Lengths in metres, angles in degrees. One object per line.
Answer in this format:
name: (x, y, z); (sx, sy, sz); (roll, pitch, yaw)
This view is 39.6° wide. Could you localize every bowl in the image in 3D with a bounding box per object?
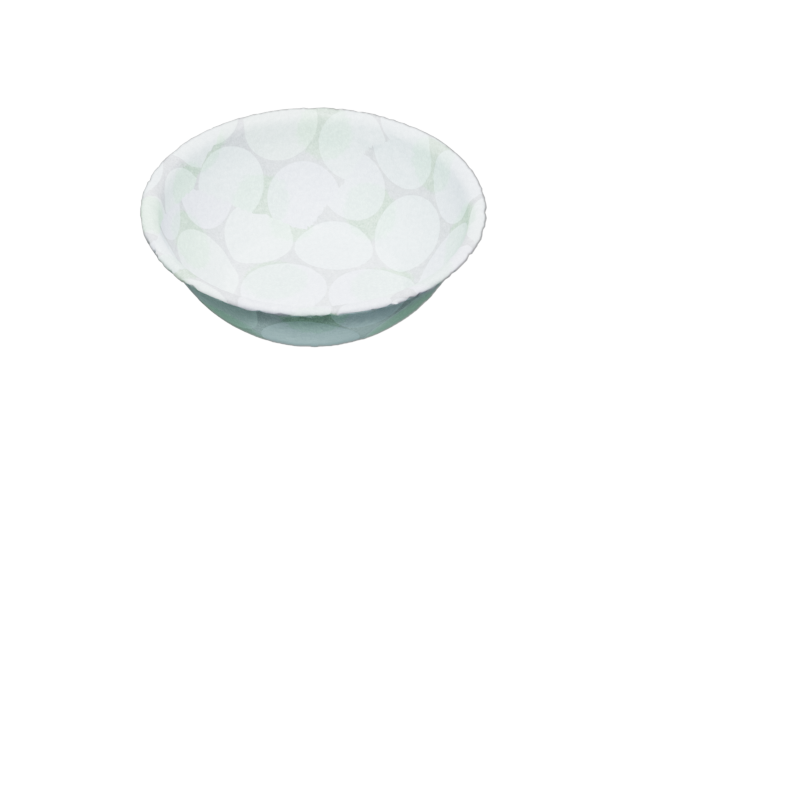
bowl: (-0.042, -0.076, 0.535); (0.162, 0.051, 0.174); (-1, 43, -1)
